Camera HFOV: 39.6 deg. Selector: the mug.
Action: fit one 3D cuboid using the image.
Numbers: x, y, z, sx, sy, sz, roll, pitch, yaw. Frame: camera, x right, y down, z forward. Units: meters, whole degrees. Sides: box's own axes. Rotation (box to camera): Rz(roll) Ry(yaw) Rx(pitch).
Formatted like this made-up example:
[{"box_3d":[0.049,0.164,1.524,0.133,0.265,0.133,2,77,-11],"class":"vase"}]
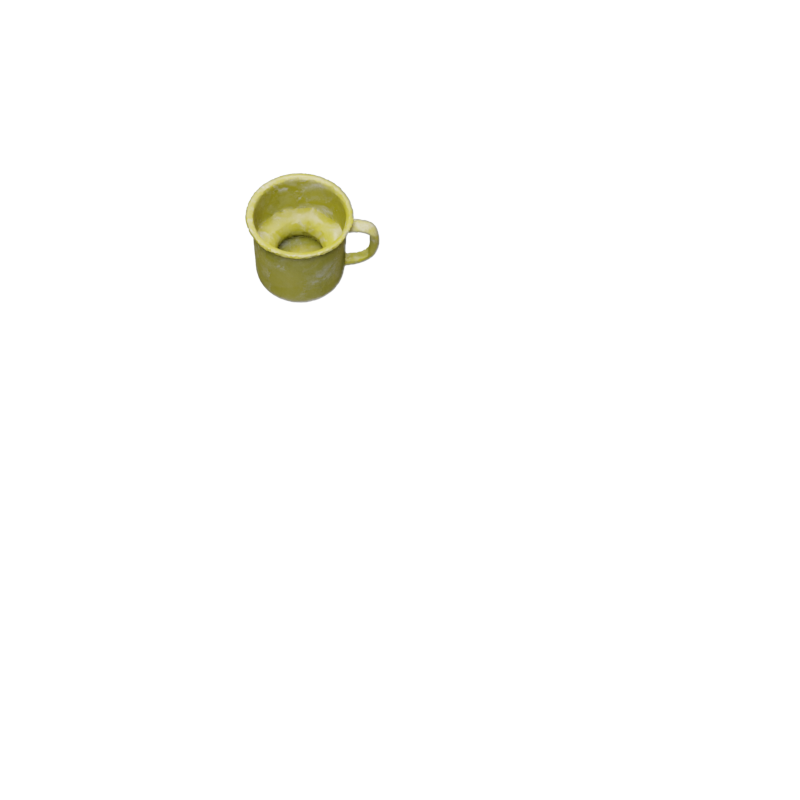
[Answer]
[{"box_3d":[-0.077,-0.141,0.986,0.117,0.100,0.076,-2,-33,-3],"class":"mug"}]
